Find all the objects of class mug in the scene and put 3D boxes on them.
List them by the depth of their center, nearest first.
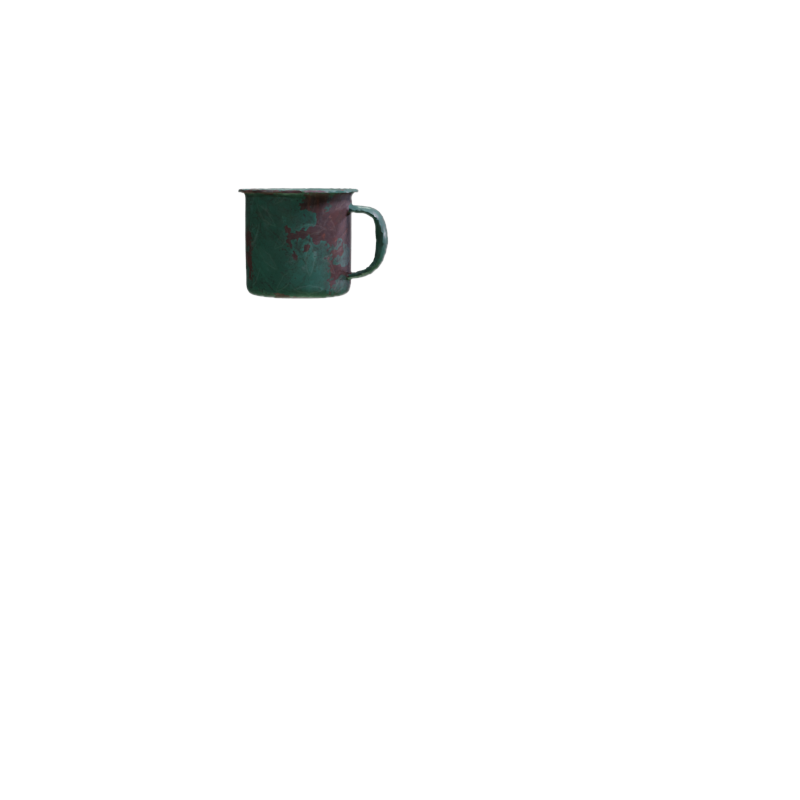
[{"bbox_3d":[-0.067,-0.122,0.853,0.119,0.080,0.093,2,8,13],"label":"mug"}]
